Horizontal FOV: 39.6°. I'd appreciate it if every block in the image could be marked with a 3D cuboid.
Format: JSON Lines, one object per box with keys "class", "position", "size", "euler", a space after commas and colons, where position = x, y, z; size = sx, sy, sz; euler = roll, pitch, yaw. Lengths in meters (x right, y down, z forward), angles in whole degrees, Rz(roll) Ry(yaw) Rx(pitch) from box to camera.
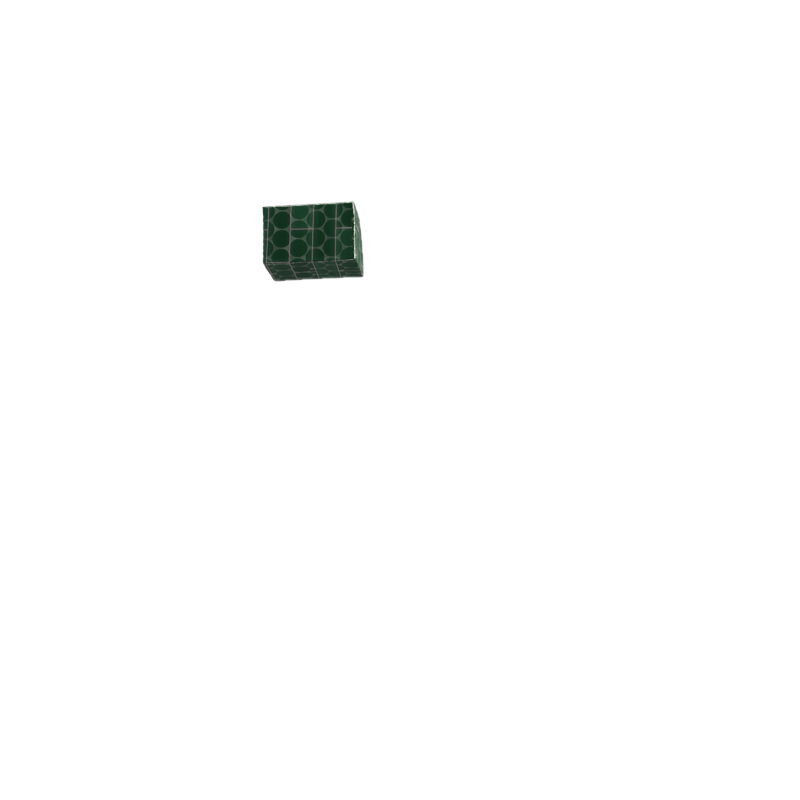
{"class": "block", "position": [-0.072, -0.131, 0.916], "size": [0.079, 0.053, 0.050], "euler": [-2, -14, 7]}
